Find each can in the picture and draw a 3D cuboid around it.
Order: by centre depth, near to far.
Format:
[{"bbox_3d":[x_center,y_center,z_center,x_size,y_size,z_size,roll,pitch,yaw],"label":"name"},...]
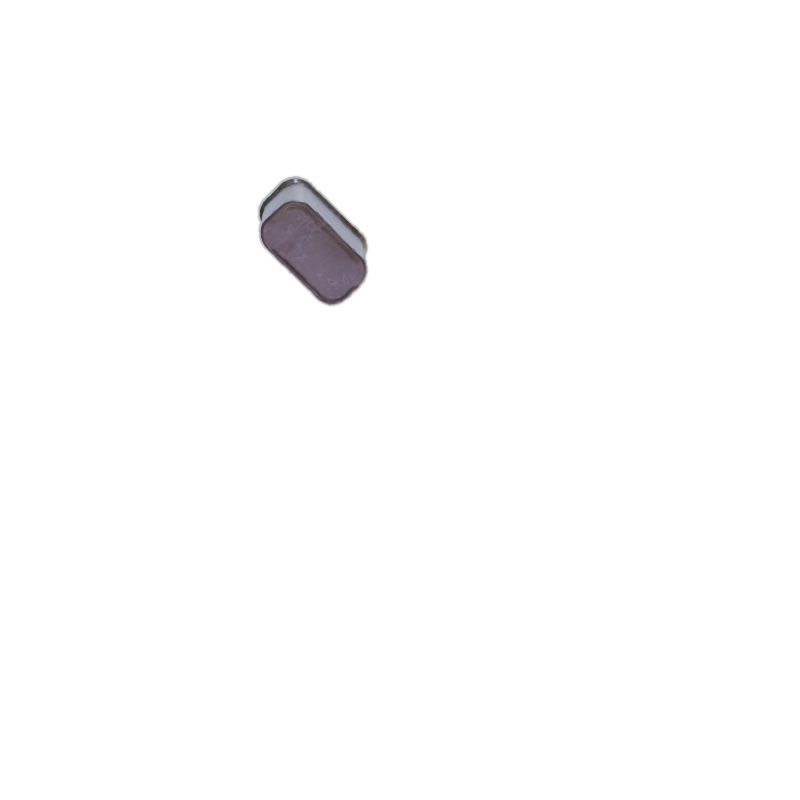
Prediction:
[{"bbox_3d":[-0.075,-0.136,0.955,0.099,0.057,0.087,43,12,-14],"label":"can"}]
